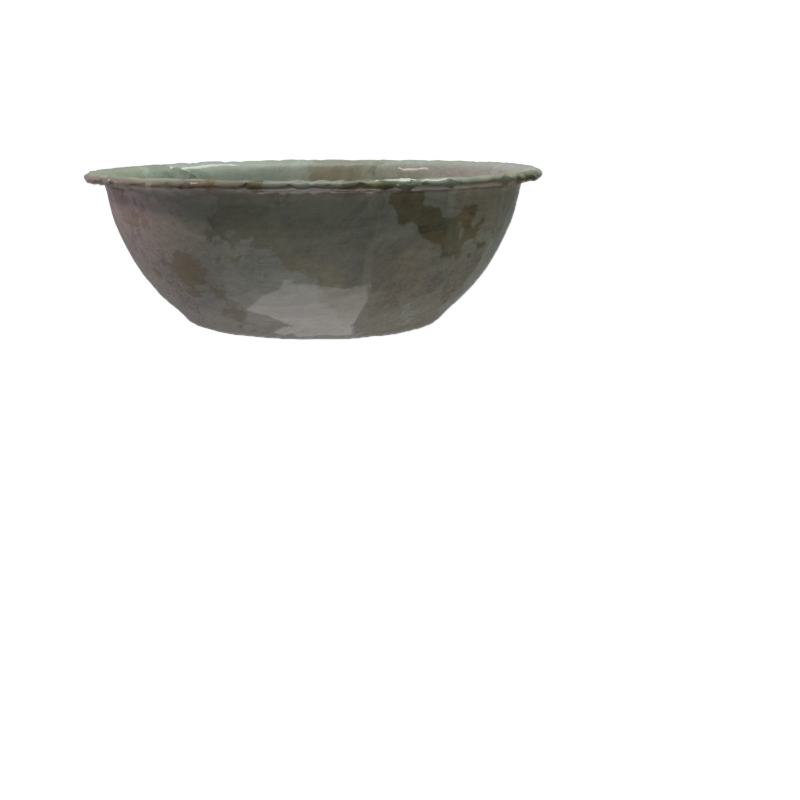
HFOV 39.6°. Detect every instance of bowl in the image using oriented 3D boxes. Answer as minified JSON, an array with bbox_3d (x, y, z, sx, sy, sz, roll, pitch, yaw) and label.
[{"bbox_3d":[-0.031,-0.057,0.401,0.162,0.054,0.166,0,13,-2],"label":"bowl"}]
